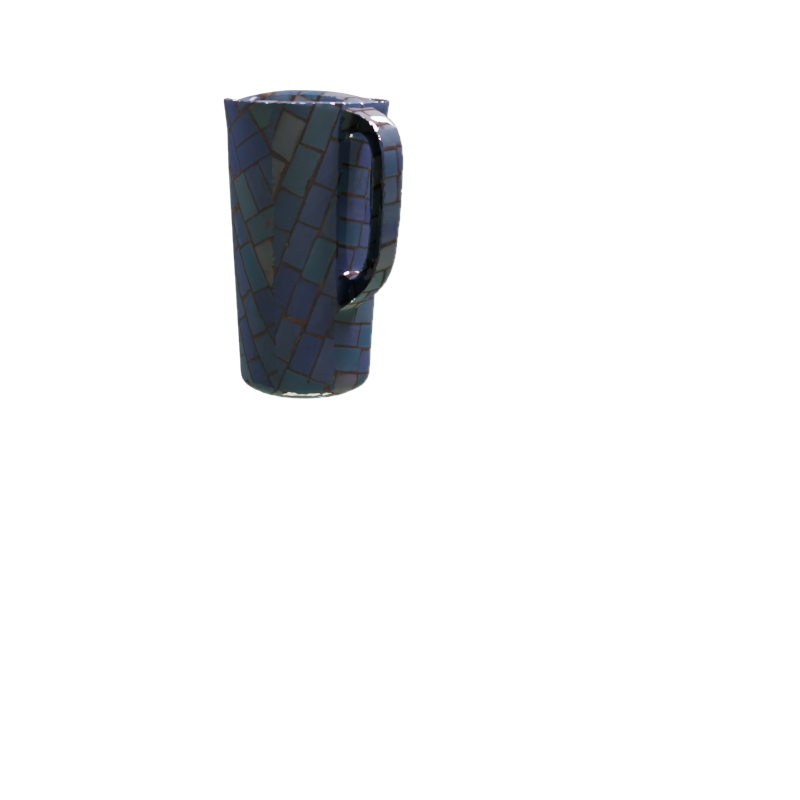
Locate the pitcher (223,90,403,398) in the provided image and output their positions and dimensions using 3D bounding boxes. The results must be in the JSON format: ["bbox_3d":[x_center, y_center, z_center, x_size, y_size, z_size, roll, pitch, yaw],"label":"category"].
[{"bbox_3d":[-0.070,-0.128,0.899,0.146,0.237,0.152,1,11,3],"label":"pitcher"}]
